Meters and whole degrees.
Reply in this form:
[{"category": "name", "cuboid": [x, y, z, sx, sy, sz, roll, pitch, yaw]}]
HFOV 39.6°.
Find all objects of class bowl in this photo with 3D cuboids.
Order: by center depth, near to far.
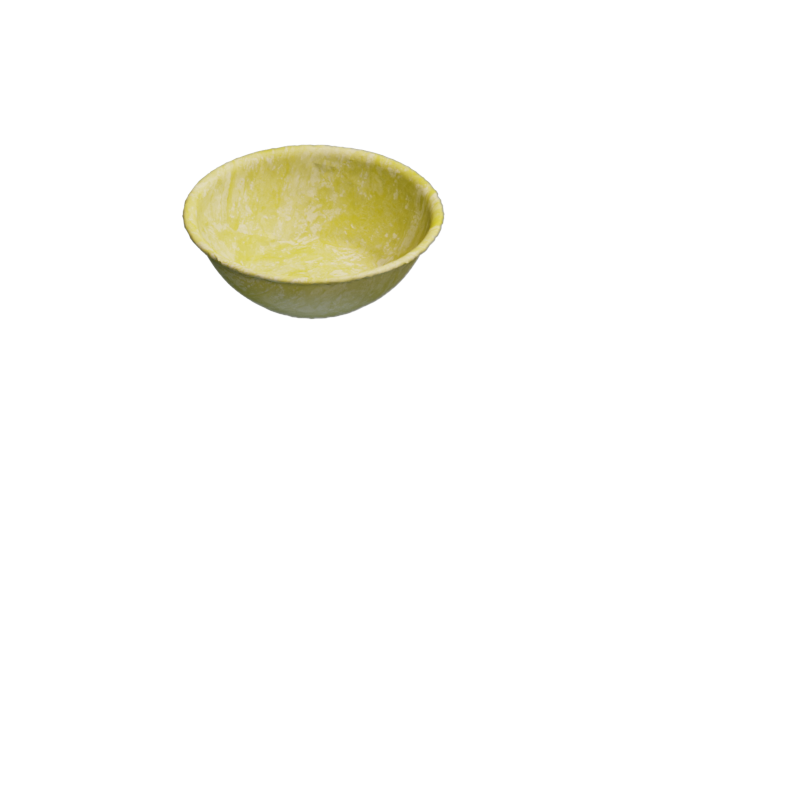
[{"category": "bowl", "cuboid": [-0.055, -0.100, 0.700, 0.162, 0.051, 0.173, -1, 38, -2]}]
